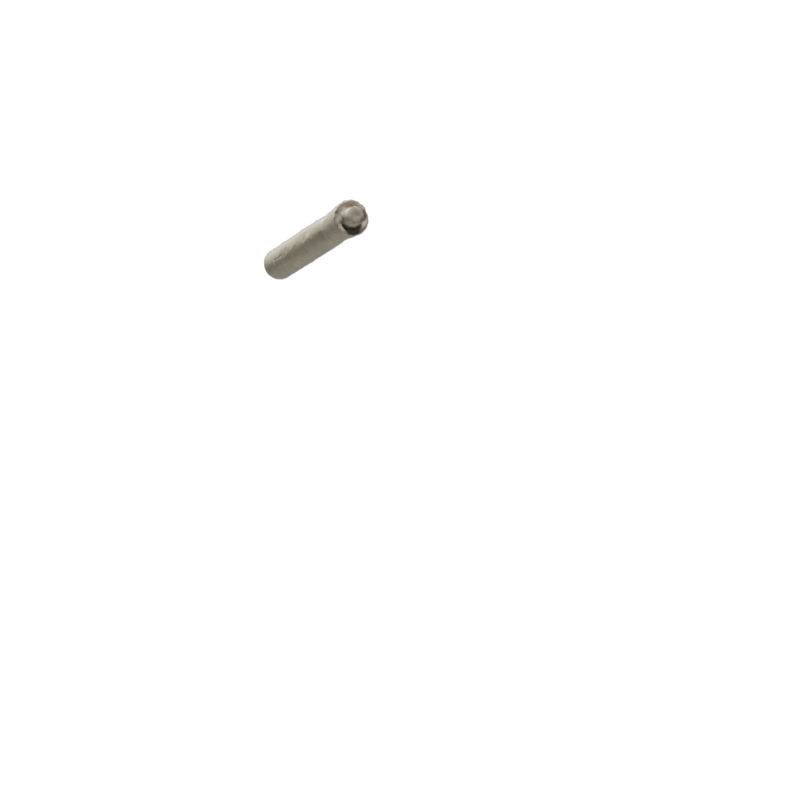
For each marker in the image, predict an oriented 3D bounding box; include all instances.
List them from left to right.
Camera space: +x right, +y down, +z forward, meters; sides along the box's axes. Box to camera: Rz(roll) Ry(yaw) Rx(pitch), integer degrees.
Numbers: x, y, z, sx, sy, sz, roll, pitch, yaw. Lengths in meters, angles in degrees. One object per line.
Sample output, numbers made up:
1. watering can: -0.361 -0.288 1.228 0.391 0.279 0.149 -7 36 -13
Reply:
1. marker: -0.047 -0.086 0.602 0.019 0.020 0.122 -1 -5 -24
